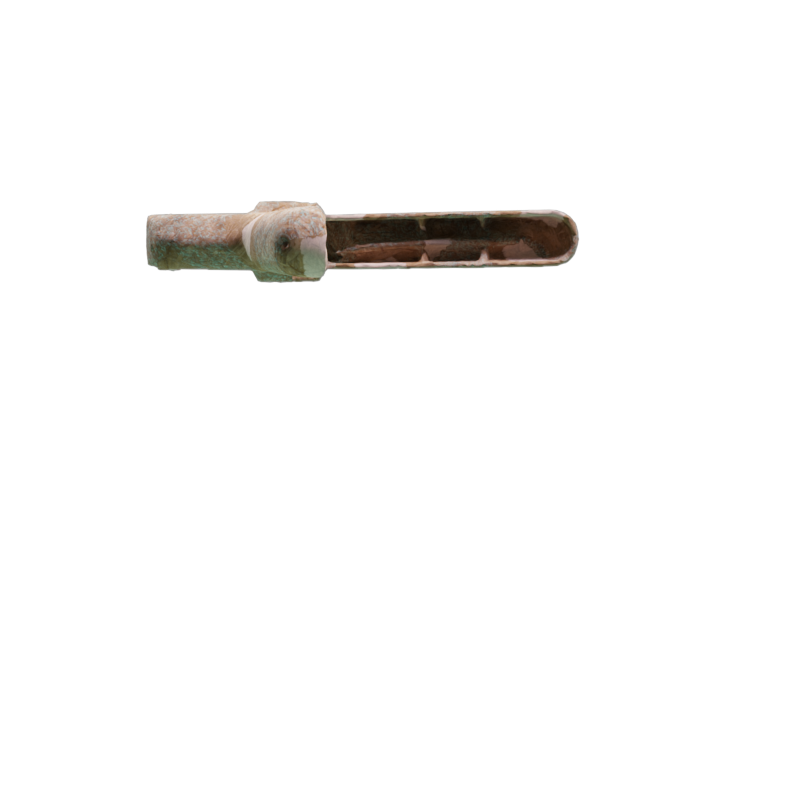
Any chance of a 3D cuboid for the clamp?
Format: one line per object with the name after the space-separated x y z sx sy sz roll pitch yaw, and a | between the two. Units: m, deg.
-0.039 -0.071 0.500 0.159 0.036 0.219 -6 9 -39 | clamp
